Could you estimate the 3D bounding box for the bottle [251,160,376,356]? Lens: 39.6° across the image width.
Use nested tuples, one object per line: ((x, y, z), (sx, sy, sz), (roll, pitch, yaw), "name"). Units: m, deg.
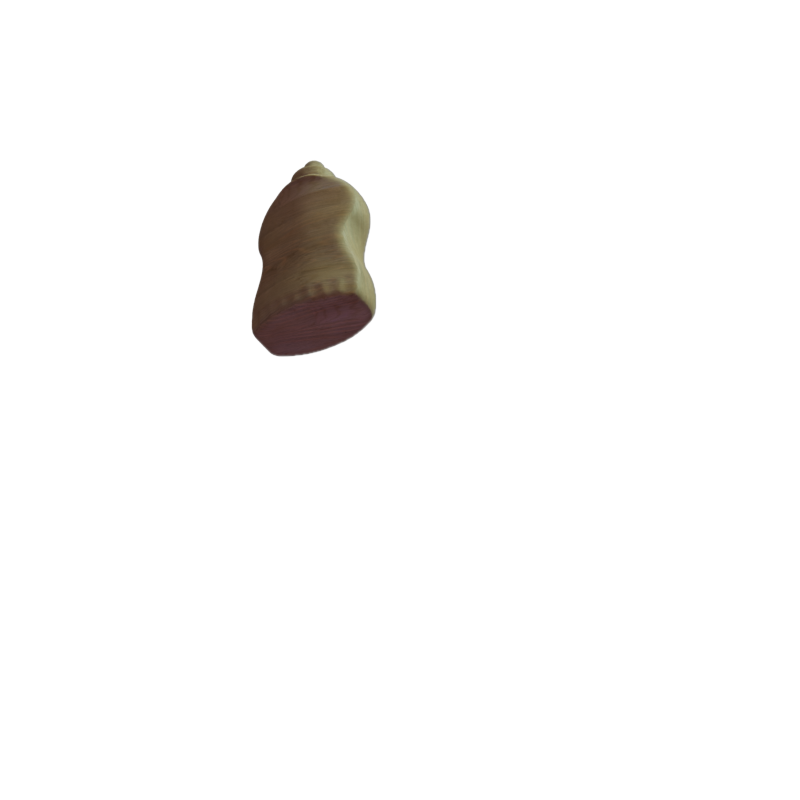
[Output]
((-0.071, -0.129, 0.904), (0.096, 0.206, 0.054), (-23, -46, 20), "bottle")
